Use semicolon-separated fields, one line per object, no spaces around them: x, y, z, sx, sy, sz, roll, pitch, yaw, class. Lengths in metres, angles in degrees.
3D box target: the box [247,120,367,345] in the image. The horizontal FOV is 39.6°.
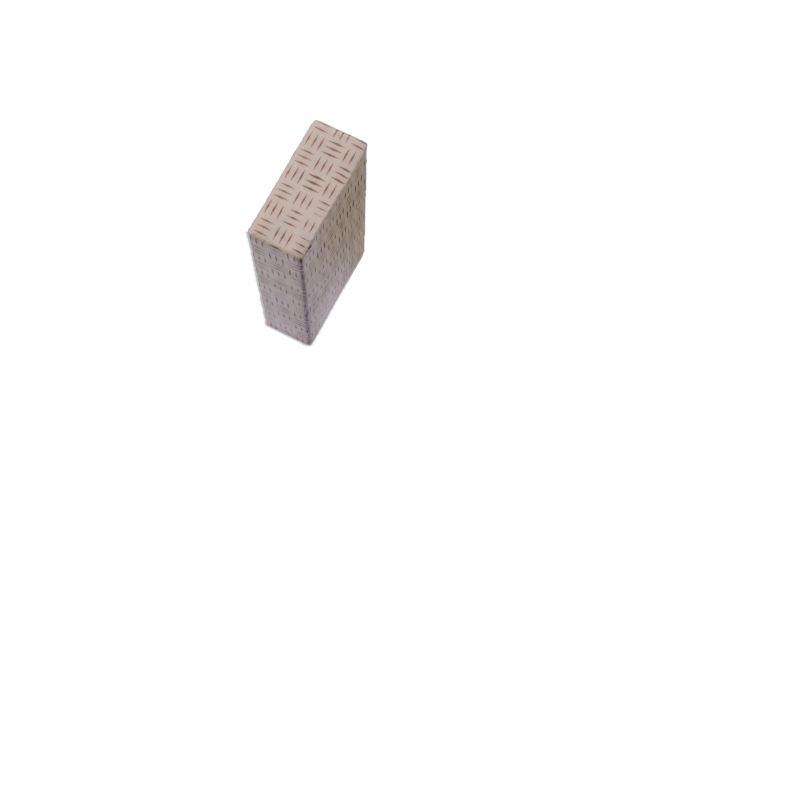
-0.060;-0.110;0.771;0.049;0.096;0.169;27;-15;3;box
